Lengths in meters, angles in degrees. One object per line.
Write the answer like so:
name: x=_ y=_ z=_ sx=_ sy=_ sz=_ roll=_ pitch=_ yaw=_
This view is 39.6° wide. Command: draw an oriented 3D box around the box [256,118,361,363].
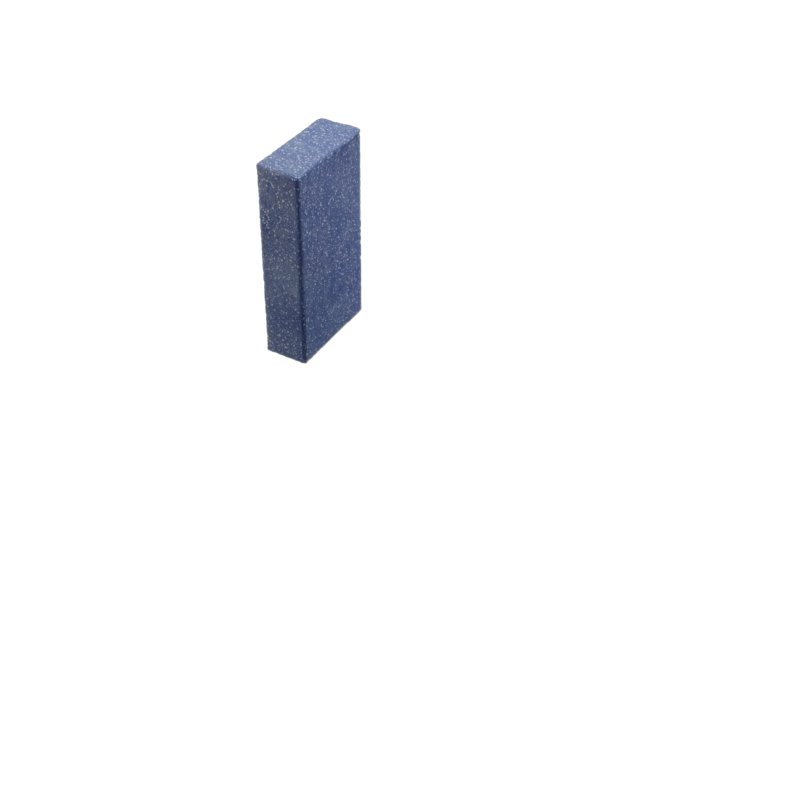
box: x=-0.070 y=-0.127 z=0.892 sx=0.050 sy=0.165 sz=0.095 roll=21 pitch=41 yaw=21
